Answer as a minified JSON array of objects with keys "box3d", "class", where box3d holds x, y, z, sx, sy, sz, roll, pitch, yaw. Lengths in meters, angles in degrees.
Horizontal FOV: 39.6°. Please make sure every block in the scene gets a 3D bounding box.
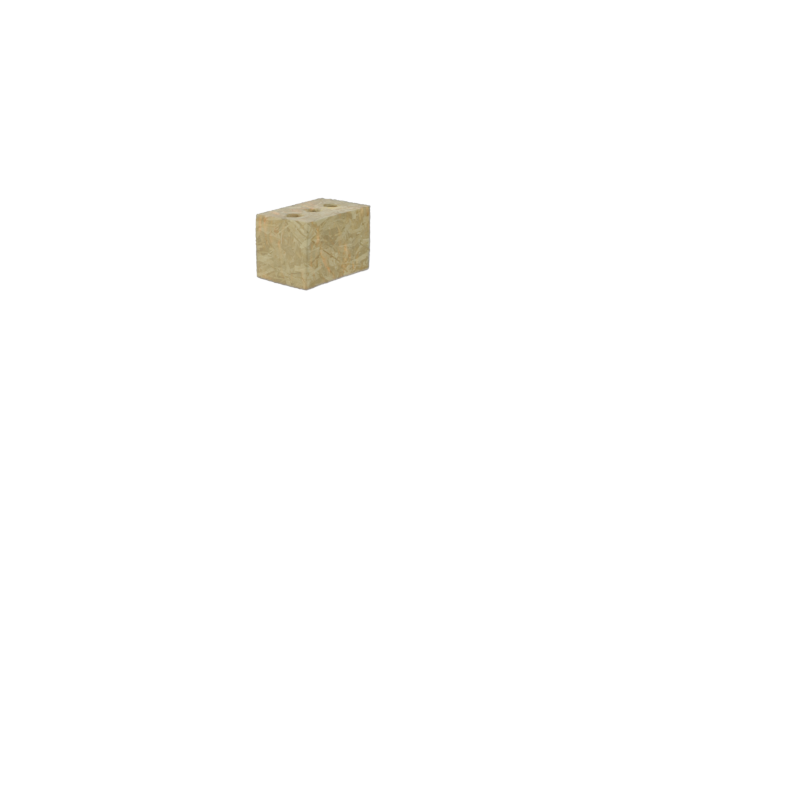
[{"box3d":[-0.066,-0.120,0.842,0.055,0.049,0.077,14,24,34],"class":"block"}]
